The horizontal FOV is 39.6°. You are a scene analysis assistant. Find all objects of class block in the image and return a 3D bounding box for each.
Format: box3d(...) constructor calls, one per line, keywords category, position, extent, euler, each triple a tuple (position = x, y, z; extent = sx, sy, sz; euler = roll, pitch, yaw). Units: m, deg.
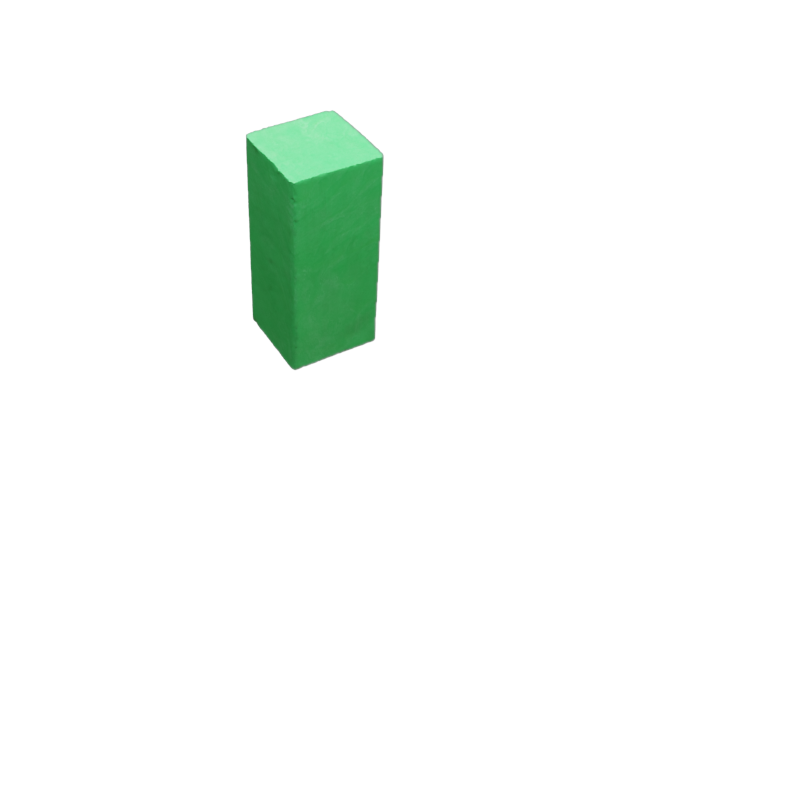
box3d(category="block", position=(-0.078, -0.143, 0.997), extent=(0.090, 0.192, 0.097), euler=(-20, 46, -25))
